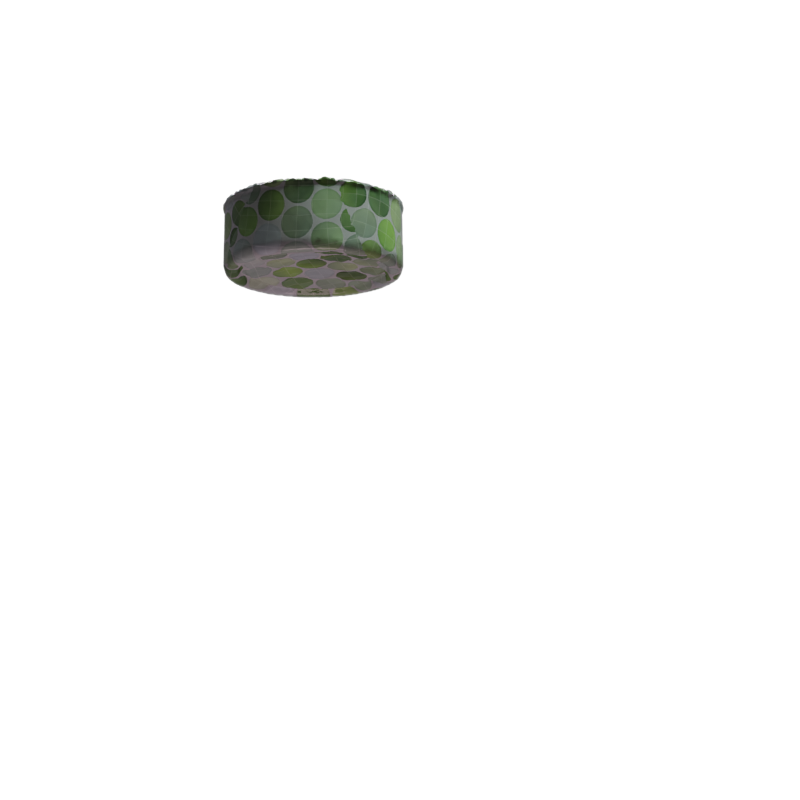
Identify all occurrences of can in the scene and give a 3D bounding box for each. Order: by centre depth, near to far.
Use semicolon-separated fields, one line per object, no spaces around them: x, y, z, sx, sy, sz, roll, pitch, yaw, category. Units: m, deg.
-0.041;-0.075;0.523;0.086;0.035;0.083;0;-11;-2;can
